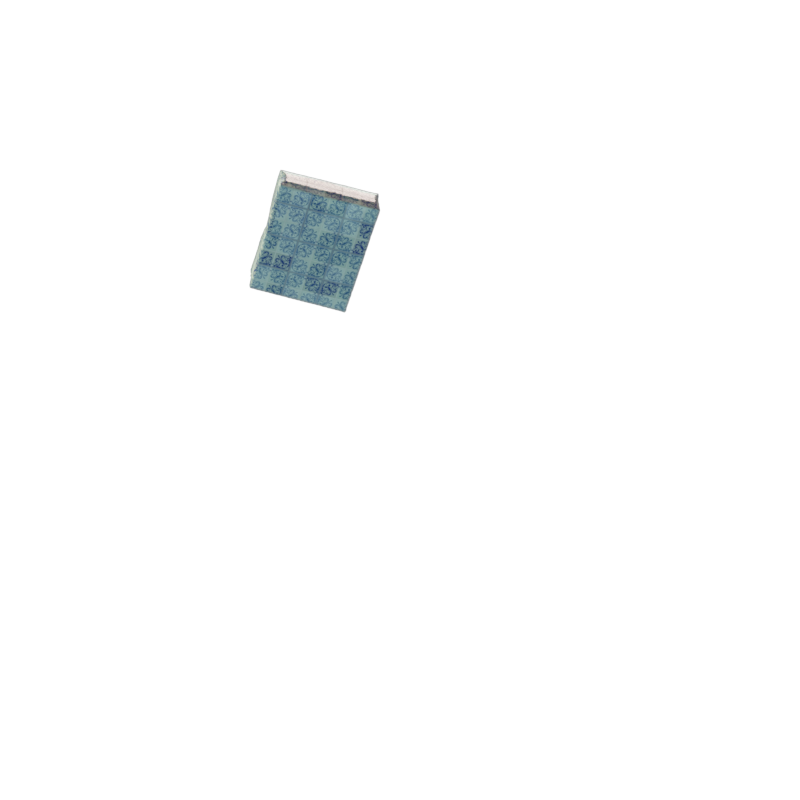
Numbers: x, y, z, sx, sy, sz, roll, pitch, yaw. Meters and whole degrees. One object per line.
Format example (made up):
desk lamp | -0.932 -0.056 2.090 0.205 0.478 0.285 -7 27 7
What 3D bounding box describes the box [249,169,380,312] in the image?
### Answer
box | -0.062 -0.113 0.790 0.072 0.085 0.032 14 30 -9
